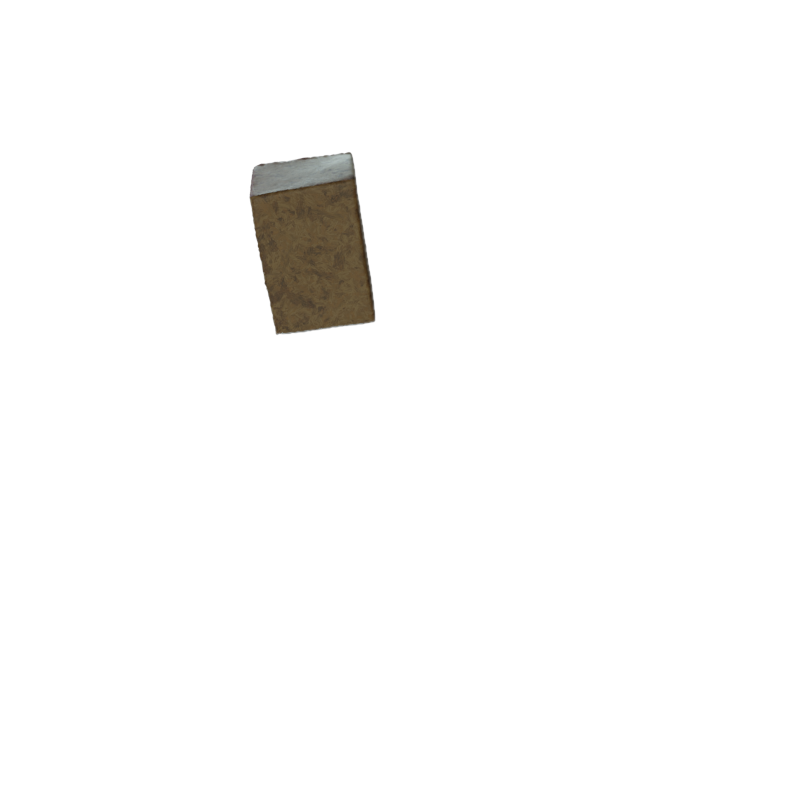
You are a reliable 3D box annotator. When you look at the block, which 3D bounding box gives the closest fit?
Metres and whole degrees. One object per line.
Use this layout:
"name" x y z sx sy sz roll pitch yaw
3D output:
"block" -0.044 -0.080 0.562 0.053 0.074 0.054 -7 25 1
